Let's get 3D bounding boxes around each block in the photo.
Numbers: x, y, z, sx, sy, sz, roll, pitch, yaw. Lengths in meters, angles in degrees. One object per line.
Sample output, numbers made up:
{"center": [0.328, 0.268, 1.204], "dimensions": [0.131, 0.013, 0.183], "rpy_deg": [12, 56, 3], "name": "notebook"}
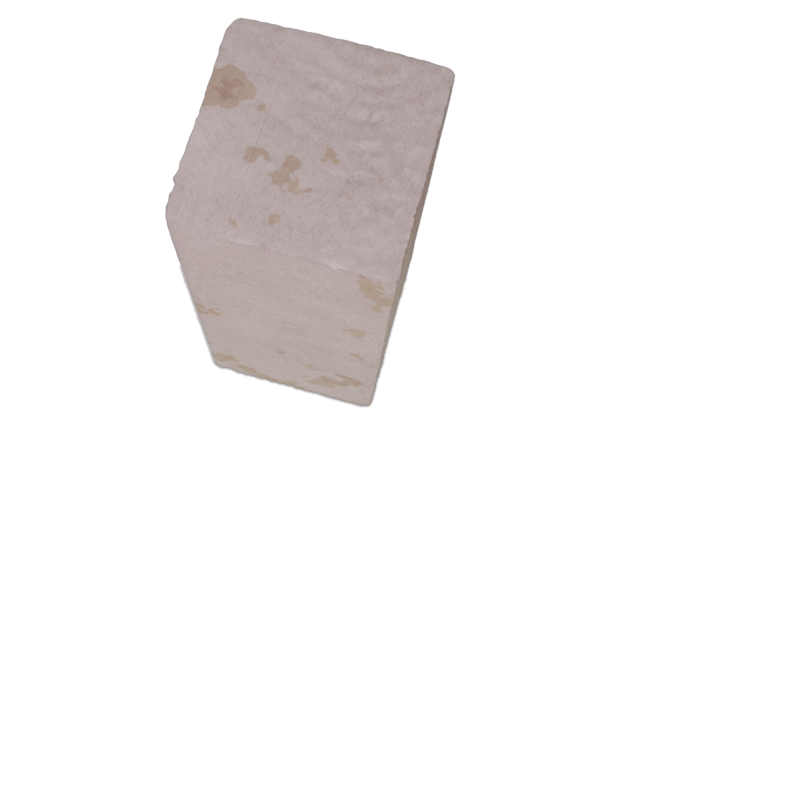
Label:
{"center": [-0.040, -0.072, 0.499], "dimensions": [0.091, 0.094, 0.199], "rpy_deg": [15, -14, 0], "name": "block"}
